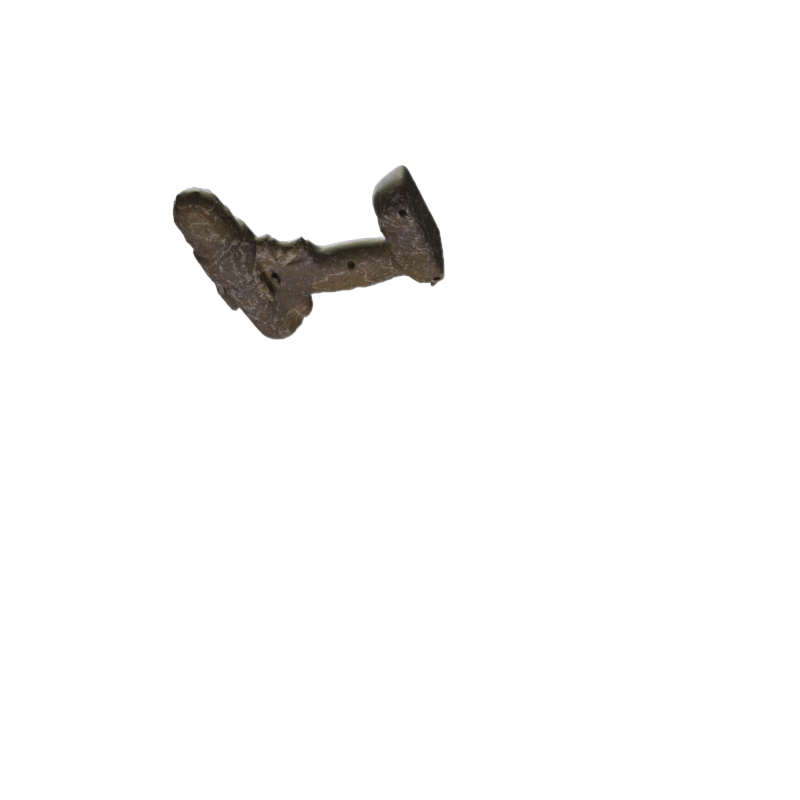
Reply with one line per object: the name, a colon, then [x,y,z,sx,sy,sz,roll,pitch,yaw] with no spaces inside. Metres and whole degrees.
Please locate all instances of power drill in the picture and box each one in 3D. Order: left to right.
power drill: [-0.070,-0.128,0.899,0.190,0.061,0.170,-13,-35,18]
